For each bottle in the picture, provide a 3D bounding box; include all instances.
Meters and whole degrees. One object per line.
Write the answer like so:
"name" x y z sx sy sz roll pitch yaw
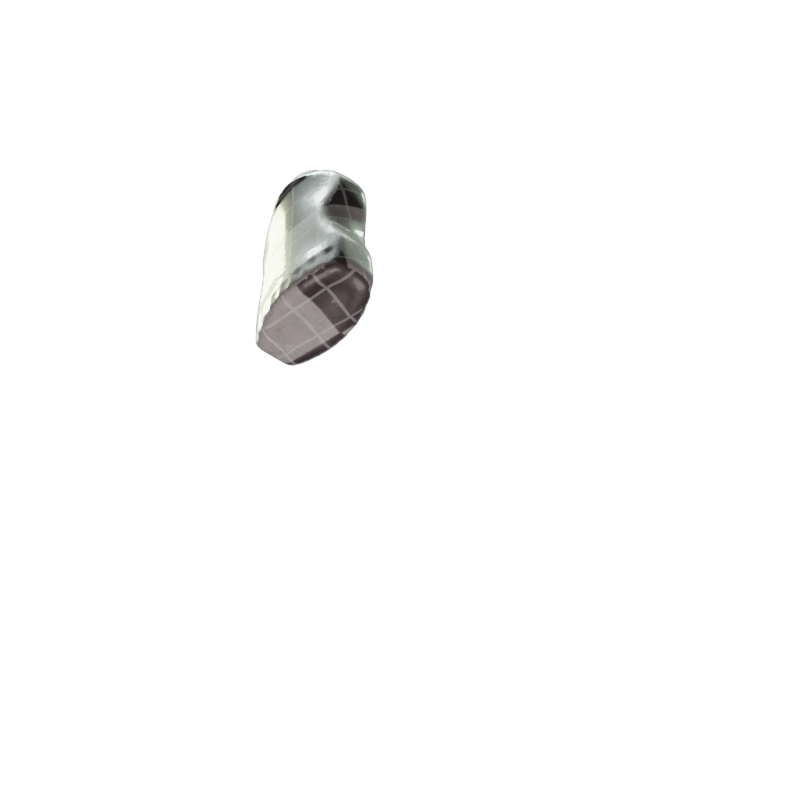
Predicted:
"bottle" -0.064 -0.118 0.826 0.056 0.094 0.205 30 30 -25
